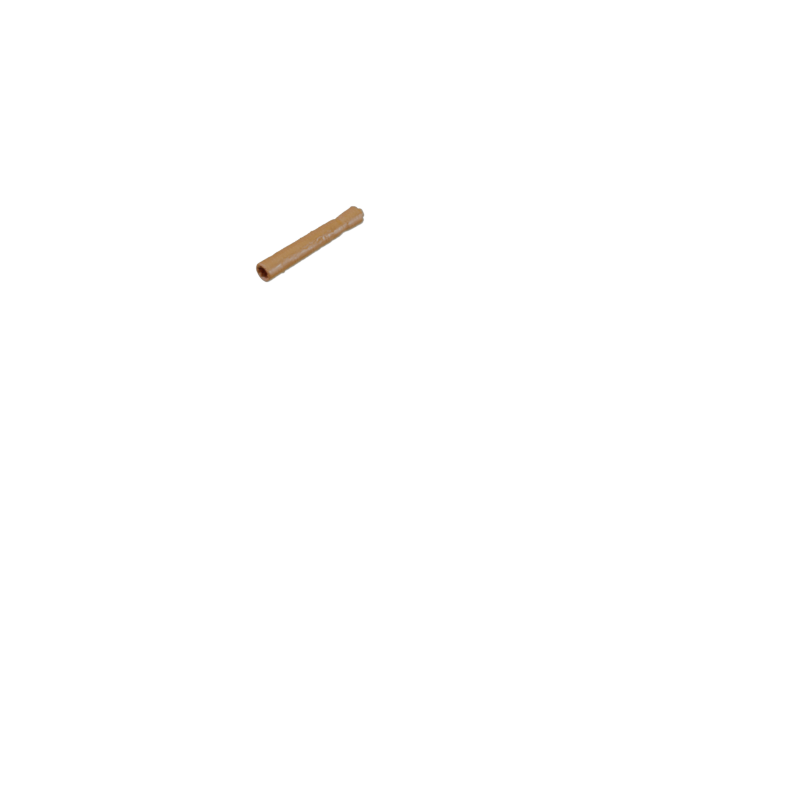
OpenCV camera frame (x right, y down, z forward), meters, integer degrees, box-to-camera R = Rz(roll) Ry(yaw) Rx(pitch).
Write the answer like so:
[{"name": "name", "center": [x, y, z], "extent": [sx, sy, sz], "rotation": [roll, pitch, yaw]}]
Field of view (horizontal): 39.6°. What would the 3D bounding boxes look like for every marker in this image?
[{"name": "marker", "center": [-0.078, -0.142, 0.992], "extent": [0.122, 0.019, 0.021], "rotation": [-37, 24, -31]}]
